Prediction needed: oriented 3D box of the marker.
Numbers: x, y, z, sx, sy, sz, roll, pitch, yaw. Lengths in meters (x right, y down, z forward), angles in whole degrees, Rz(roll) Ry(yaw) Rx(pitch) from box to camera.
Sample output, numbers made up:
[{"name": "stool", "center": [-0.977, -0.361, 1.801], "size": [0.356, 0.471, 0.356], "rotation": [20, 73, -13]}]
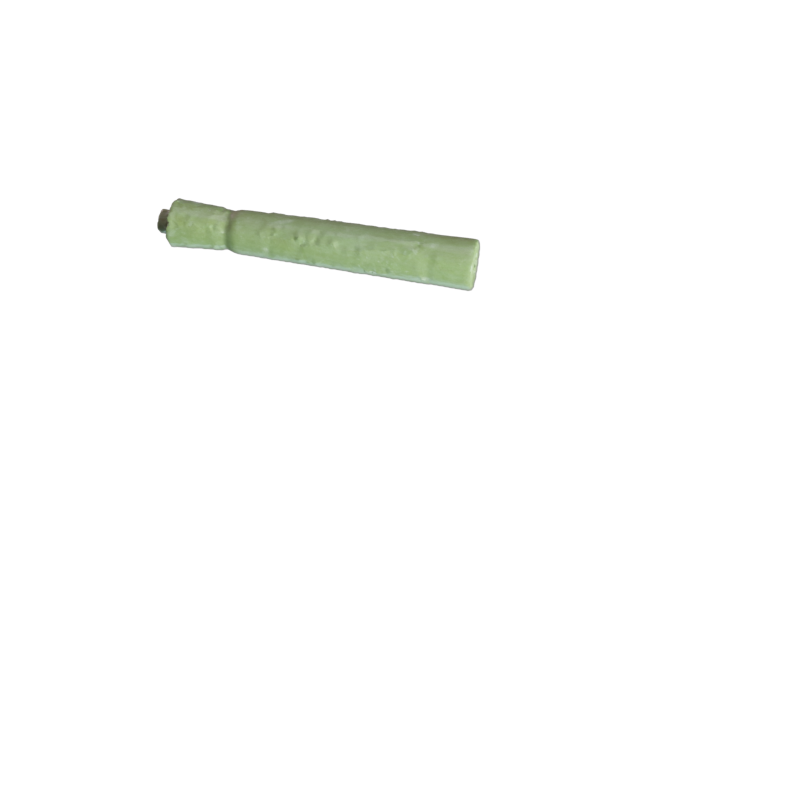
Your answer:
[{"name": "marker", "center": [-0.032, -0.058, 0.410], "size": [0.124, 0.020, 0.019], "rotation": [10, 6, 13]}]
